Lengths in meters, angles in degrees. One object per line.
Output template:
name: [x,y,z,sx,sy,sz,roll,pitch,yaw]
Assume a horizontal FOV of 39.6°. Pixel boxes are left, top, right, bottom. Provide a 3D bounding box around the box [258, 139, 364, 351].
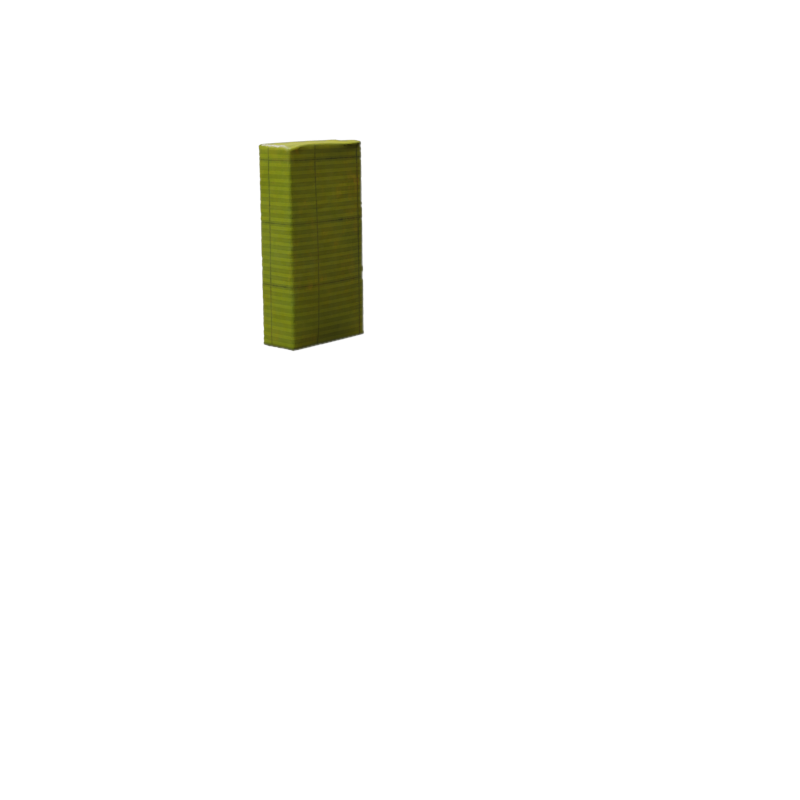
box: [-0.076,-0.139,0.974,0.050,0.172,0.091,10,15,41]
